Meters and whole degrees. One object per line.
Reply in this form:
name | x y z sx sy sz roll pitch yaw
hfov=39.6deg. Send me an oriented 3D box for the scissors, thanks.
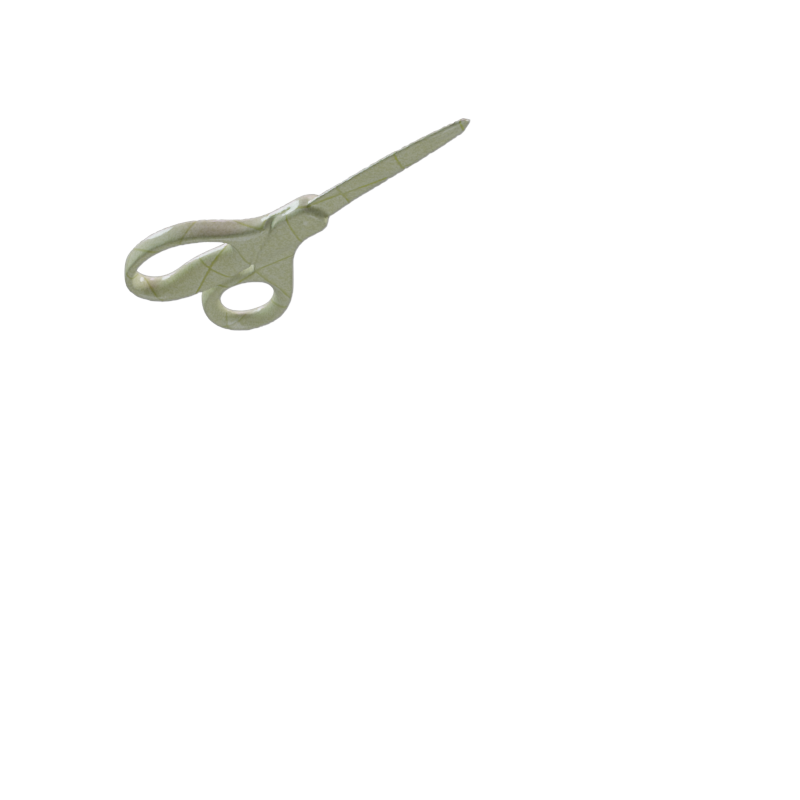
scissors | -0.043 -0.079 0.550 0.204 0.017 0.089 -14 -34 22
